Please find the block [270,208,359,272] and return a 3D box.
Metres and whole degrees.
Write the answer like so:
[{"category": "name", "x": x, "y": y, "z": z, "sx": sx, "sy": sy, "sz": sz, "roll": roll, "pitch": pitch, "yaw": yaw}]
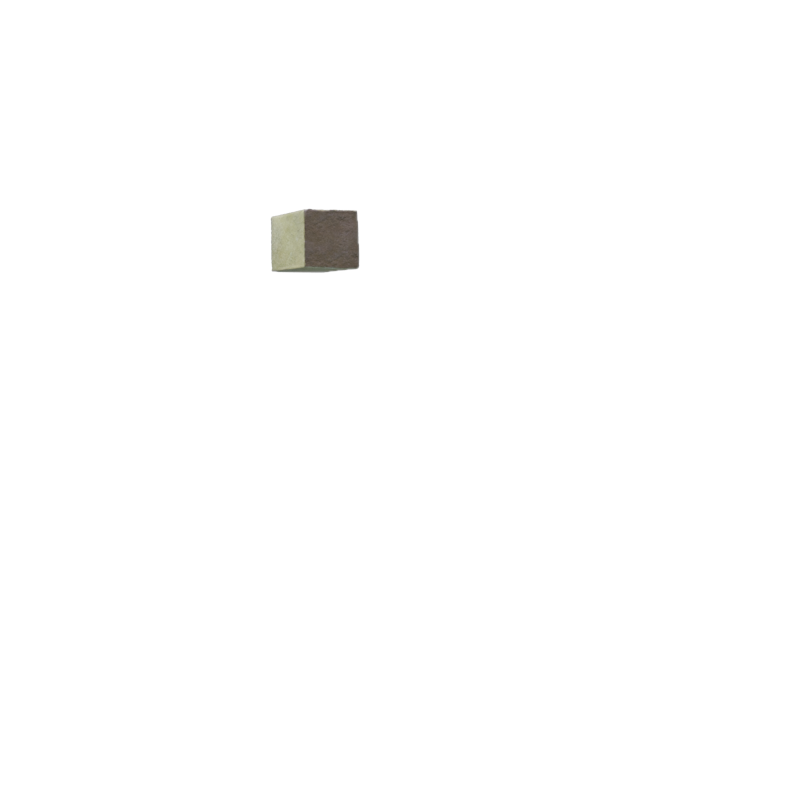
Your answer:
[{"category": "block", "x": -0.077, "y": -0.140, "z": 0.977, "sx": 0.051, "sy": 0.051, "sz": 0.080, "roll": 0, "pitch": 1, "yaw": -28}]
